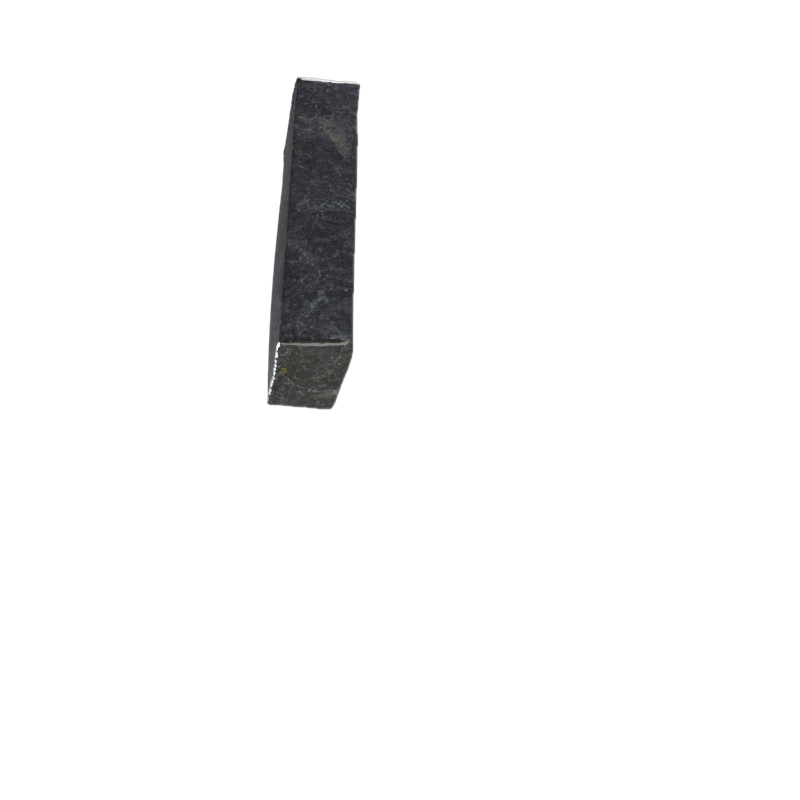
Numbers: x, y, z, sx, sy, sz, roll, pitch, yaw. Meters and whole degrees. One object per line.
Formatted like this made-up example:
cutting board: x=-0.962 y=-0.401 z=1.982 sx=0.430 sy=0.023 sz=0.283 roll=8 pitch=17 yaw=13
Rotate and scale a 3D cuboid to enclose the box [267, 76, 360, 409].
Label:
box: x=-0.052 y=-0.094 z=0.659 sx=0.047 sy=0.187 sz=0.089 roll=3 pitch=-28 yaw=-10
